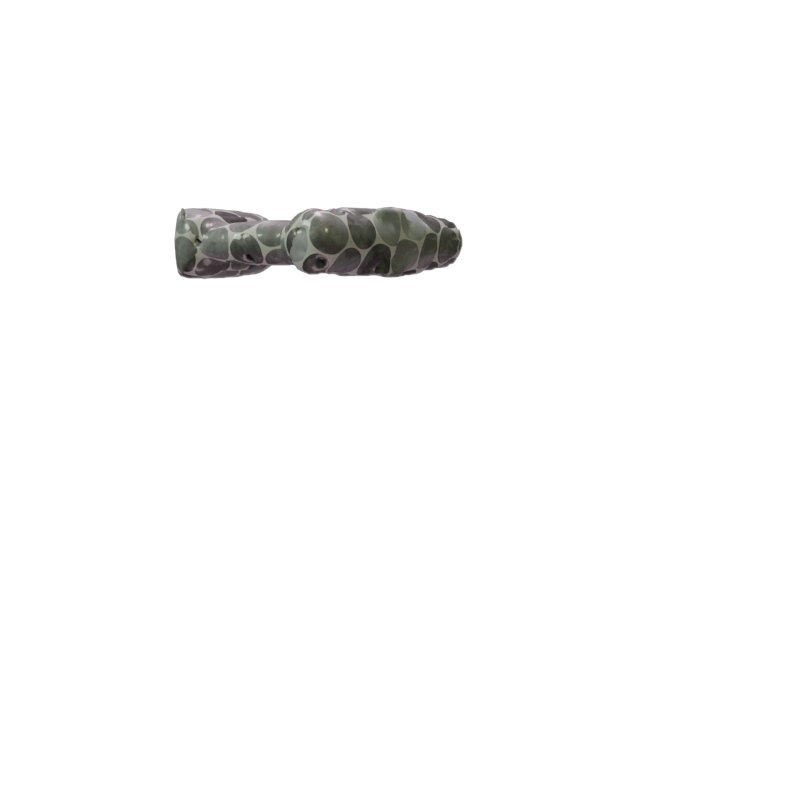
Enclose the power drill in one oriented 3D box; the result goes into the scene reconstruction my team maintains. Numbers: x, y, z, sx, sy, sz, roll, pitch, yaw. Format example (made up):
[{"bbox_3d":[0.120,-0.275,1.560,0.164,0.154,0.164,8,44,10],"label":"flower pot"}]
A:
[{"bbox_3d":[-0.067,-0.123,0.861,0.195,0.057,0.178,4,6,38],"label":"power drill"}]
